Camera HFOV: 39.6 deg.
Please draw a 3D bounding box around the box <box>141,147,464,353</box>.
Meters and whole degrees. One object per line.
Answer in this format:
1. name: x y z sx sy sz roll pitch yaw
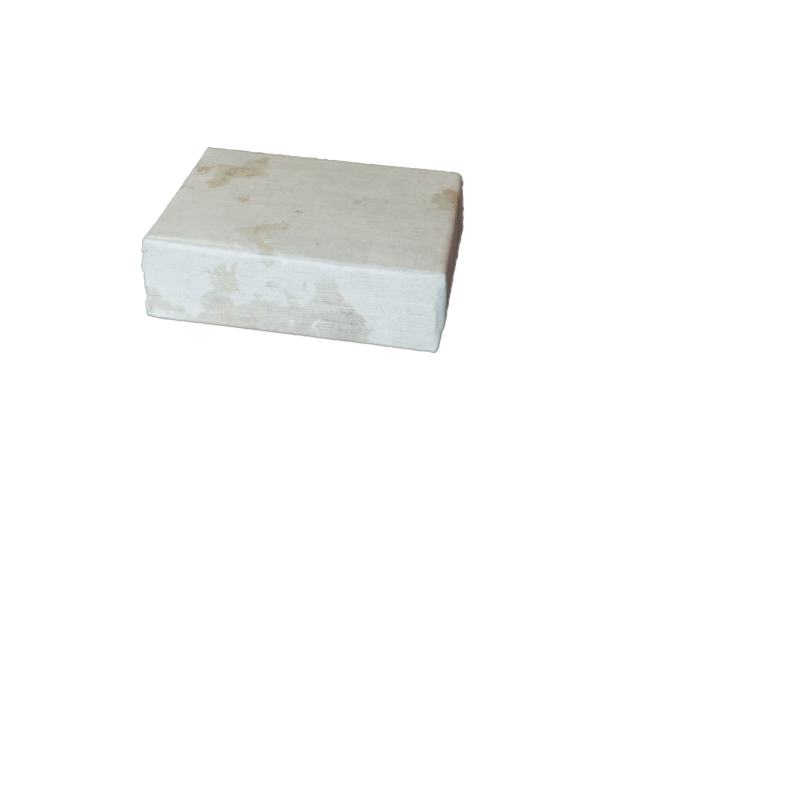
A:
1. box: -0.034 -0.062 0.435 0.115 0.037 0.094 5 32 7
